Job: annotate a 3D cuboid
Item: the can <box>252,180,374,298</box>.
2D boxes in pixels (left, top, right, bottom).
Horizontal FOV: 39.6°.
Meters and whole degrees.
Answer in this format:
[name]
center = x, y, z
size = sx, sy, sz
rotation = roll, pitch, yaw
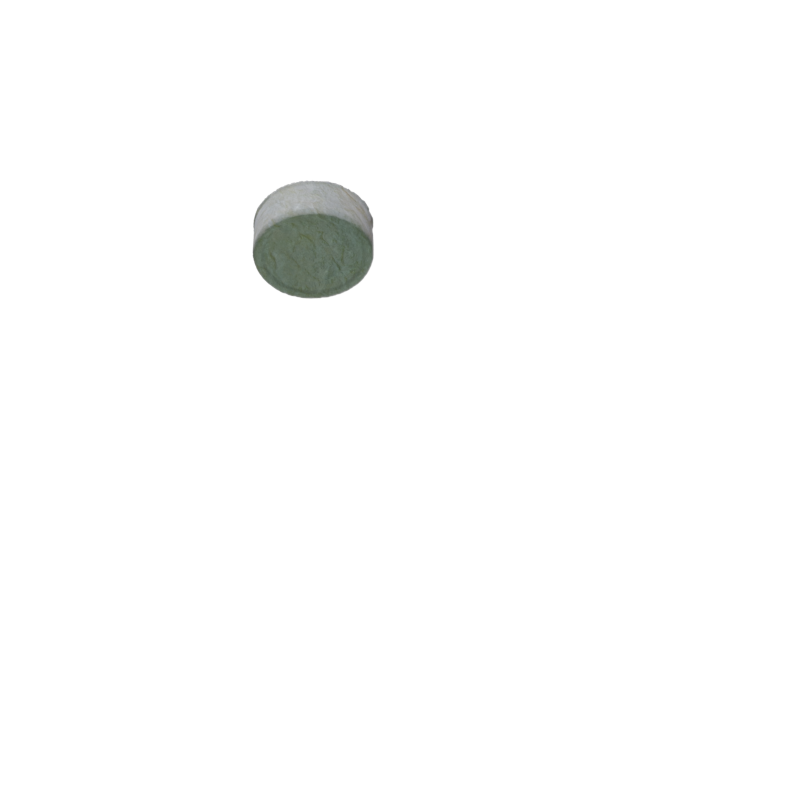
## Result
[can]
center = -0.061, -0.111, 0.779
size = 0.086, 0.036, 0.080
rotation = 1, -43, -1
